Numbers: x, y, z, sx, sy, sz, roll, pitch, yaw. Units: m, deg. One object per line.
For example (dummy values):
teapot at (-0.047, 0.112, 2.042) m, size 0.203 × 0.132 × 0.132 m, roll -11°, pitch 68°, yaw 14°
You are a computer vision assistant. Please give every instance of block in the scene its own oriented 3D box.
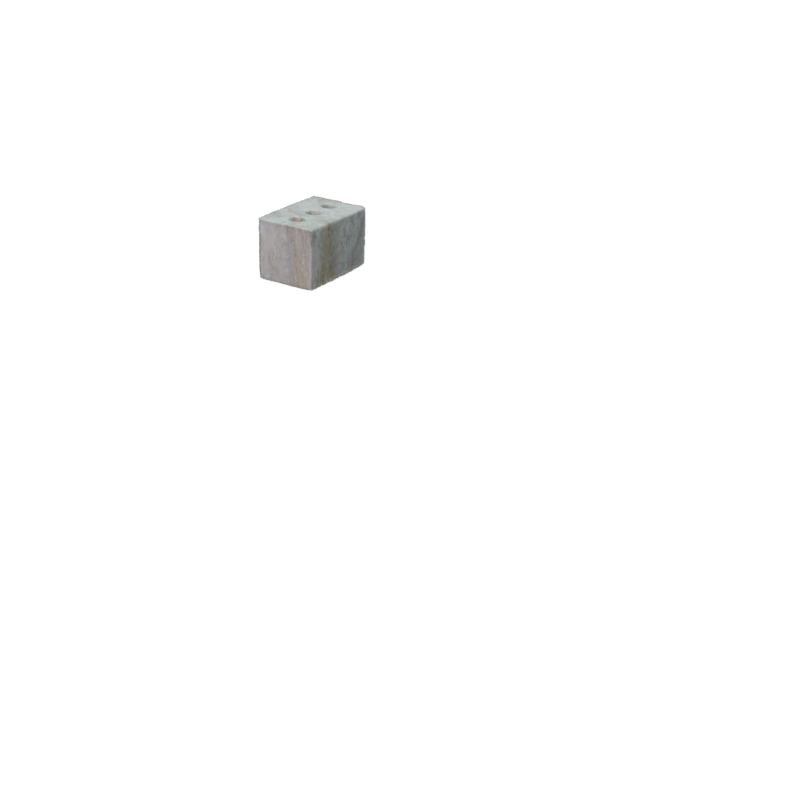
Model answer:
block at (-0.069, -0.127, 0.886) m, size 0.055 × 0.049 × 0.078 m, roll 14°, pitch 28°, yaw 29°
